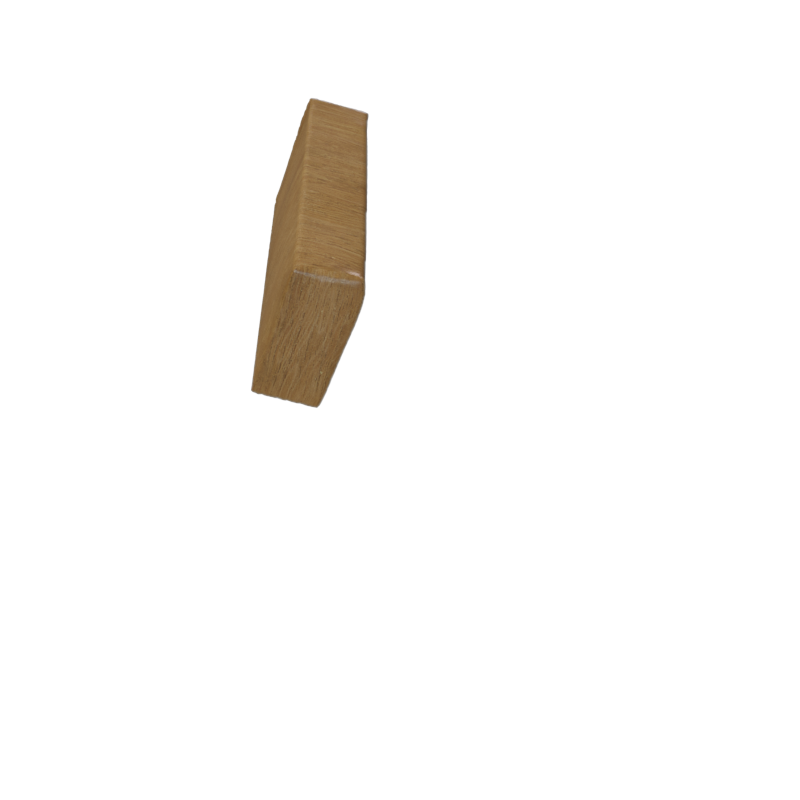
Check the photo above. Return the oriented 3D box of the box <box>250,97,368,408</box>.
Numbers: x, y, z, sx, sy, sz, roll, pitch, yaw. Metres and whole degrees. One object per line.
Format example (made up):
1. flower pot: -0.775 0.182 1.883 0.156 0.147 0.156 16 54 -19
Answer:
1. box: -0.051 -0.092 0.648 0.047 0.089 0.189 13 39 -15
